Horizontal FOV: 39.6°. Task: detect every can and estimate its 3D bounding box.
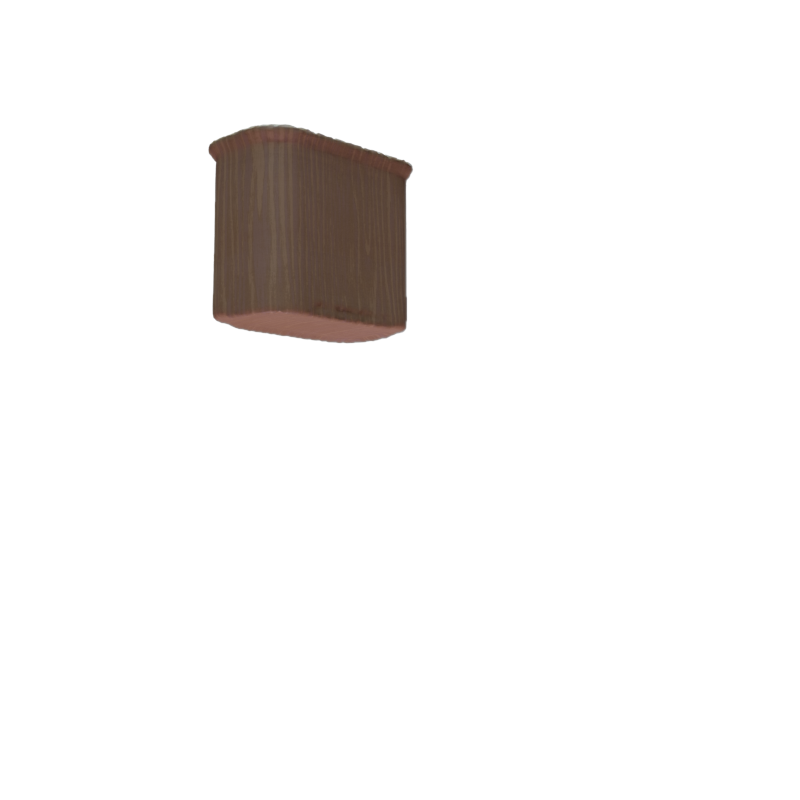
[{"bbox_3d":[-0.041,-0.074,0.522,0.059,0.086,0.097,-11,-14,43],"label":"can"}]
